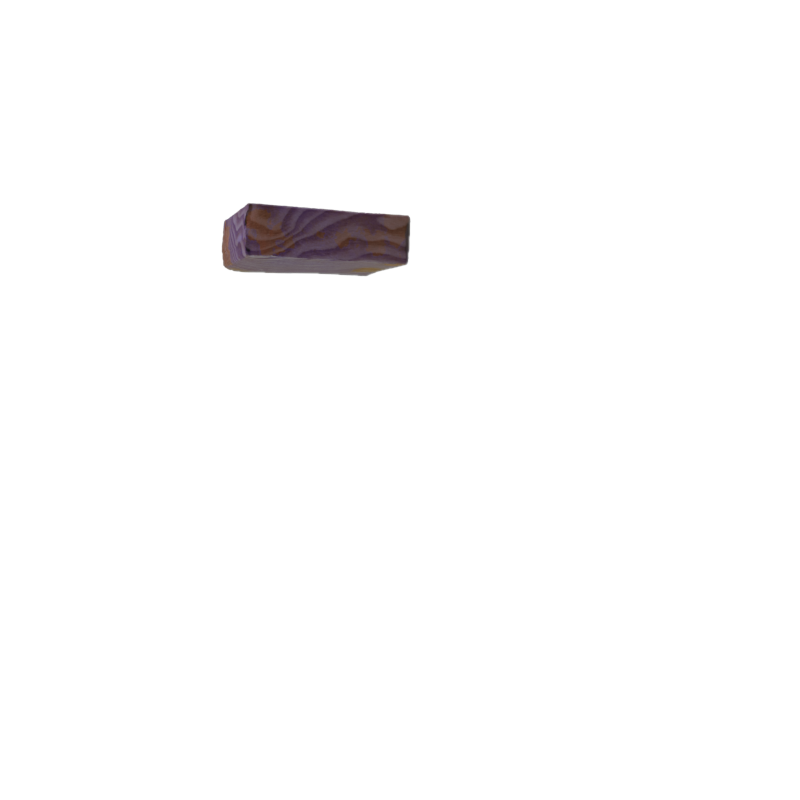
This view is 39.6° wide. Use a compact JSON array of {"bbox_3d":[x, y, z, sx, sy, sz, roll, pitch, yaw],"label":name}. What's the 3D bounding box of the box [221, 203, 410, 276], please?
[{"bbox_3d":[-0.059,-0.108,0.759,0.111,0.039,0.091,0,-1,-16],"label":"box"}]
